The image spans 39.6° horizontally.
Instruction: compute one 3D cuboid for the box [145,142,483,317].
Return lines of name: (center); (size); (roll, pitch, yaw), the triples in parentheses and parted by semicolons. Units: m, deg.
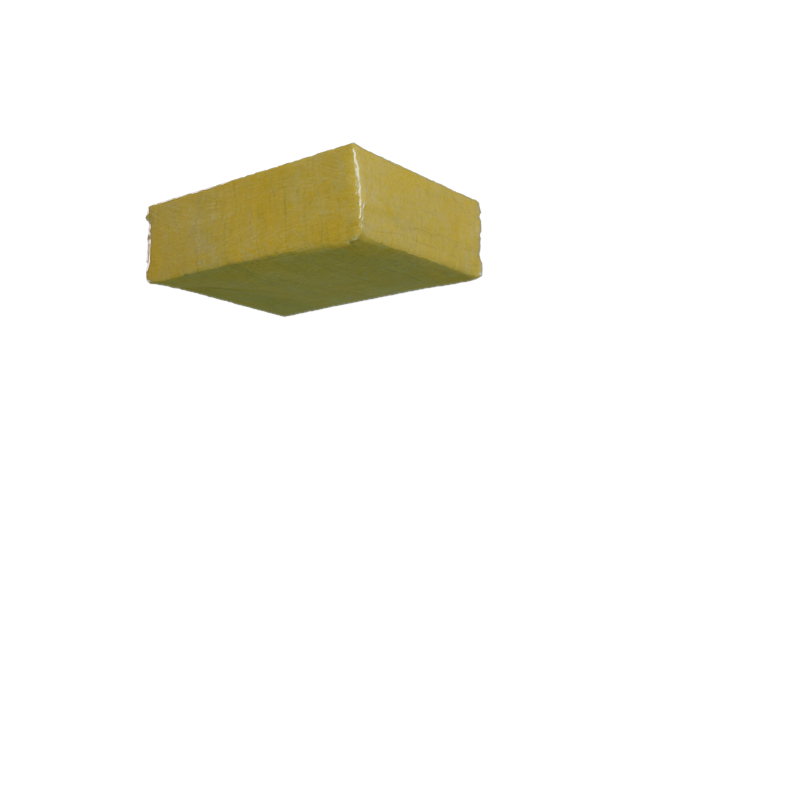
box: (-0.036, -0.066, 0.462); (0.116, 0.040, 0.085); (-6, -10, 36)
